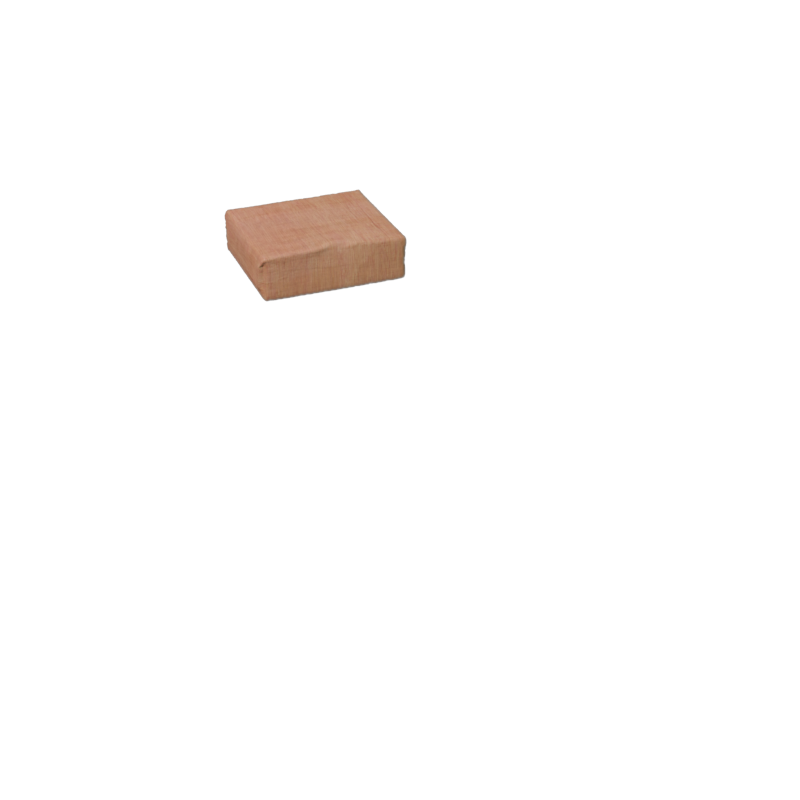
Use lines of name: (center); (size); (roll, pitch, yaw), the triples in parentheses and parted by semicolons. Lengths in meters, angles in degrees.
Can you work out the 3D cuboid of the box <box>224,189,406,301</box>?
box: (-0.051, -0.093, 0.650); (0.088, 0.028, 0.079); (-11, 33, -18)
